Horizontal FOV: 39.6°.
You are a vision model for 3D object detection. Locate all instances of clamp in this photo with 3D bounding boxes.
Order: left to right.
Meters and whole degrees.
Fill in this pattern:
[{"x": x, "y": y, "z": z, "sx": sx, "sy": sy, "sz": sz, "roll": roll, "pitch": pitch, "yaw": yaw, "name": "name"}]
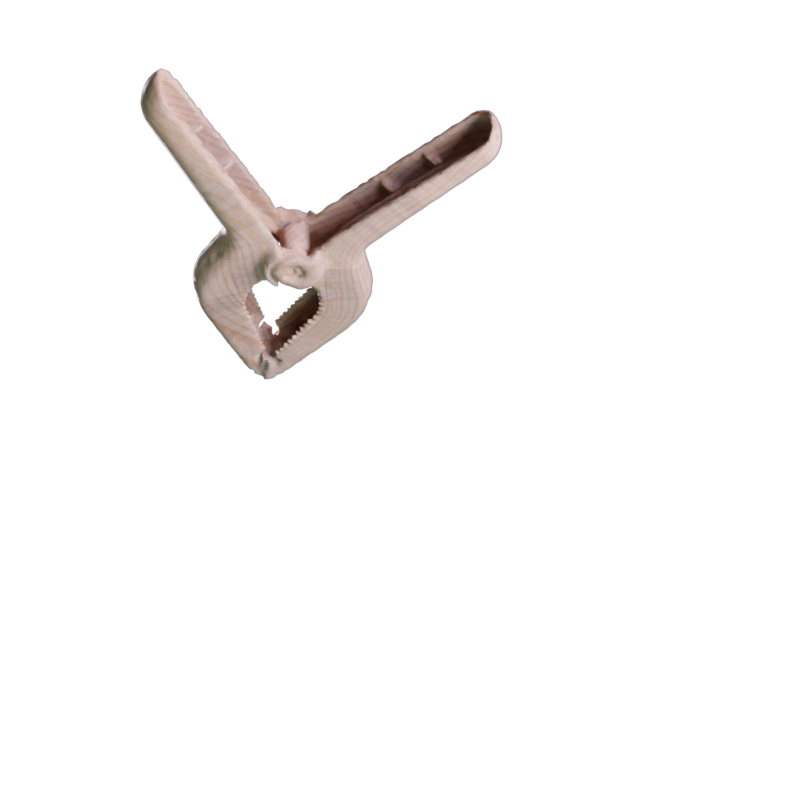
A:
[{"x": -0.044, "y": -0.080, "z": 0.563, "sx": 0.164, "sy": 0.039, "sz": 0.197, "roll": 3, "pitch": -37, "yaw": -5, "name": "clamp"}]
